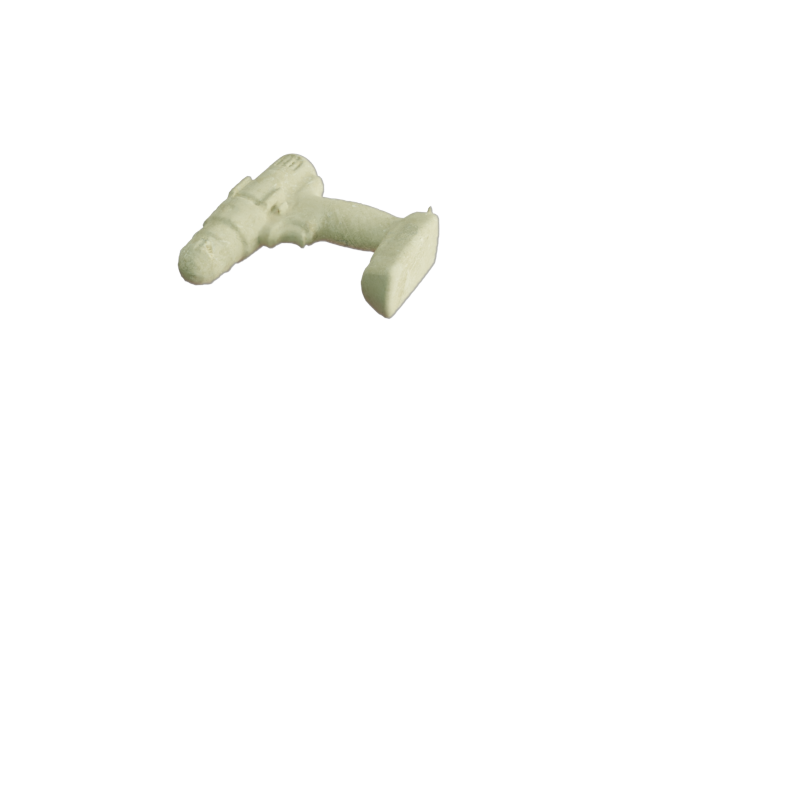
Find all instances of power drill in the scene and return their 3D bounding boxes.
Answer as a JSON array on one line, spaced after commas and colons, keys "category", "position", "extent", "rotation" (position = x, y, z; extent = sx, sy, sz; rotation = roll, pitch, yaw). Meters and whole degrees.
[{"category": "power drill", "position": [-0.075, -0.137, 0.957], "extent": [0.196, 0.053, 0.190], "rotation": [22, 48, 20]}]
